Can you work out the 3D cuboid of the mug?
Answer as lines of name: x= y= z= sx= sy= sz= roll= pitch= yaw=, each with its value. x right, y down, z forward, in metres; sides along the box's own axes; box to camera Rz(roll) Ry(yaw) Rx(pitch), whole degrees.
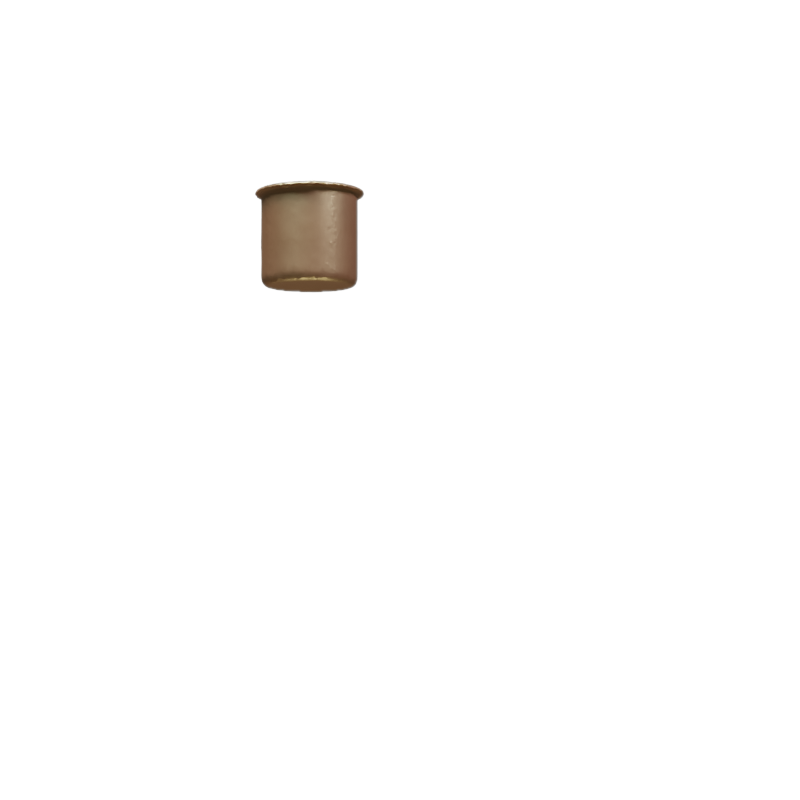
mug: x=-0.075 y=-0.136 z=0.952 sx=0.095 sy=0.083 sz=0.113 roll=-1 pitch=-5 yaw=13
